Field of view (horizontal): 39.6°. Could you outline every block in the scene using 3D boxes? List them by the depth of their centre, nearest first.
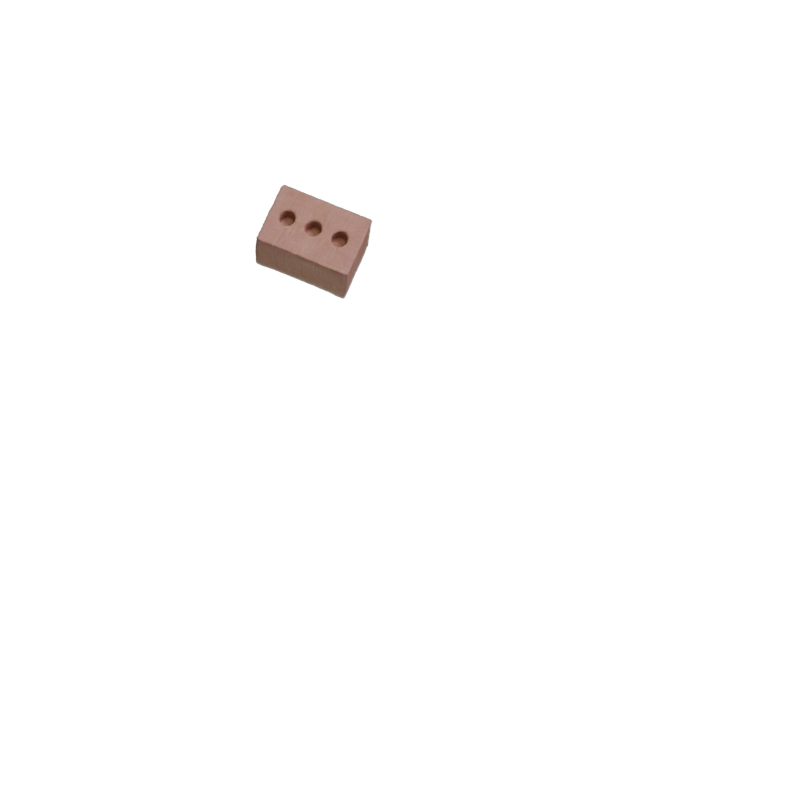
[{"bbox_3d":[-0.068,-0.123,0.864,0.079,0.054,0.049,22,-19,7],"label":"block"}]
